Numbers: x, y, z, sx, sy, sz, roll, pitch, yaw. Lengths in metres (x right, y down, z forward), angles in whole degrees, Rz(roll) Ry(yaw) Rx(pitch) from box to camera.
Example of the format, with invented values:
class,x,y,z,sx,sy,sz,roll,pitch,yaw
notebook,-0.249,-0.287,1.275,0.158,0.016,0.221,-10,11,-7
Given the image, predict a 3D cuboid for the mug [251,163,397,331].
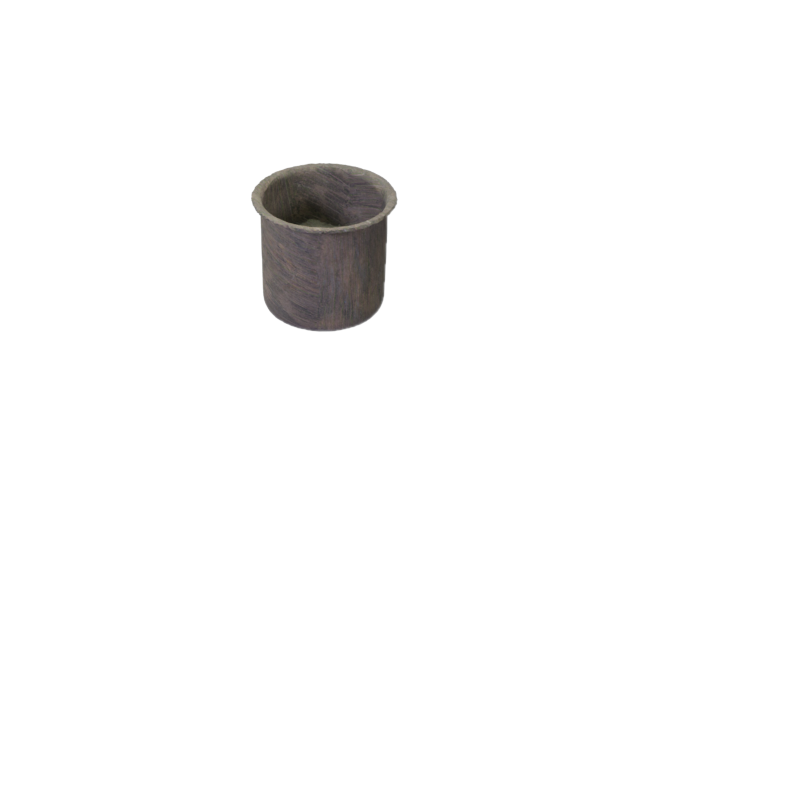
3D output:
class,x,y,z,sx,sy,sz,roll,pitch,yaw
mug,-0.057,-0.105,0.734,0.092,0.076,0.126,-23,41,-30
